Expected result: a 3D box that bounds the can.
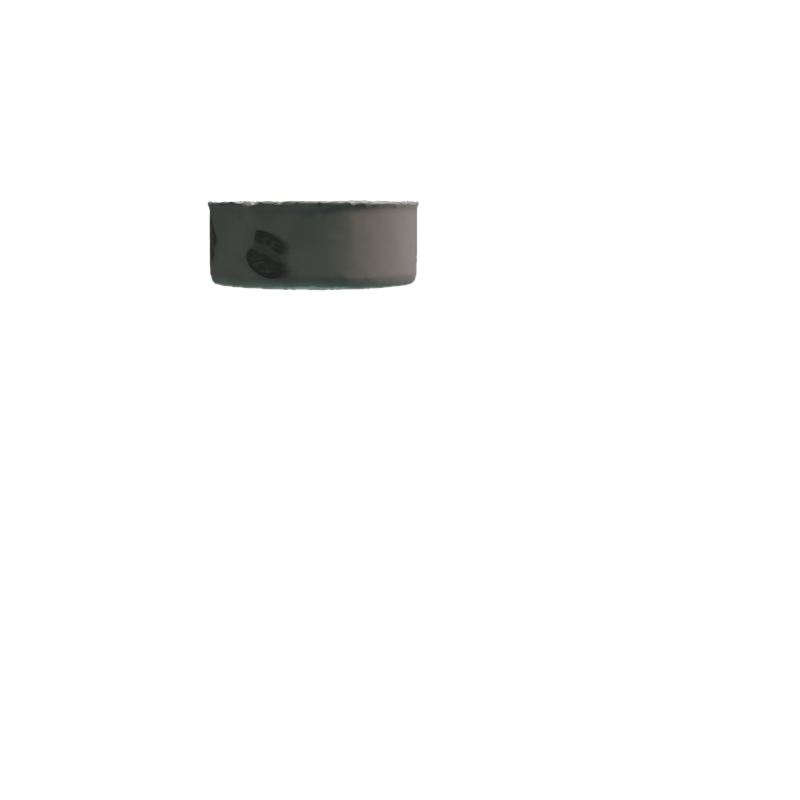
[{"bbox_3d":[-0.035,-0.065,0.452,0.086,0.033,0.087,0,9,-2],"label":"can"}]
